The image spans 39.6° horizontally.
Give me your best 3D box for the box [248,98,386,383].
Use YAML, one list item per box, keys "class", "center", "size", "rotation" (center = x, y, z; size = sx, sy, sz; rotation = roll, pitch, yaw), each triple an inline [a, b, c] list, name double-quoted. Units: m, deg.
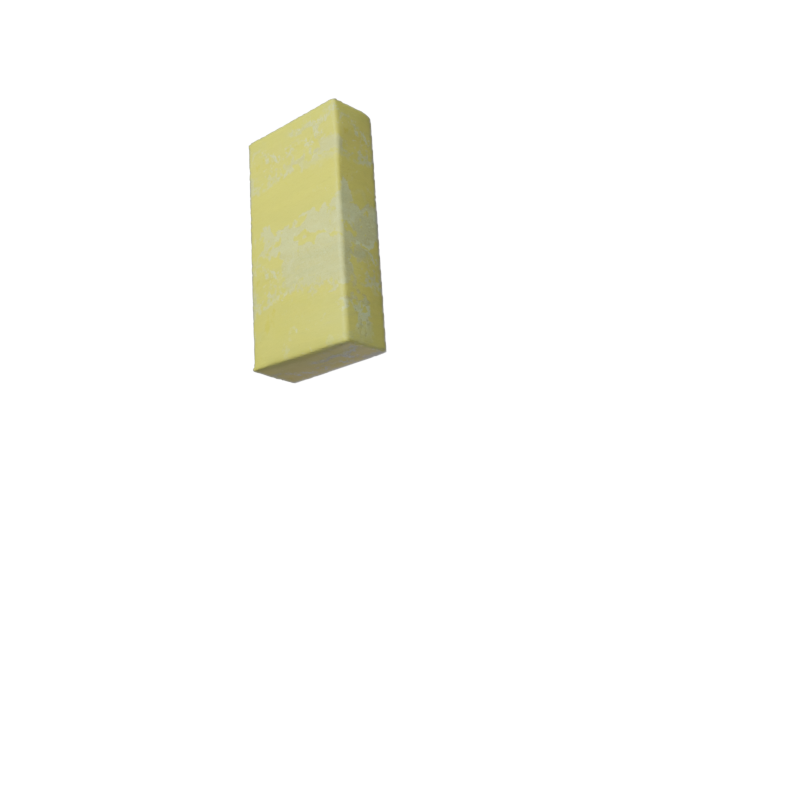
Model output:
- class: "box"
  center: [-0.059, -0.109, 0.763]
  size: [0.094, 0.186, 0.045]
  rotation: [-21, -29, 39]
